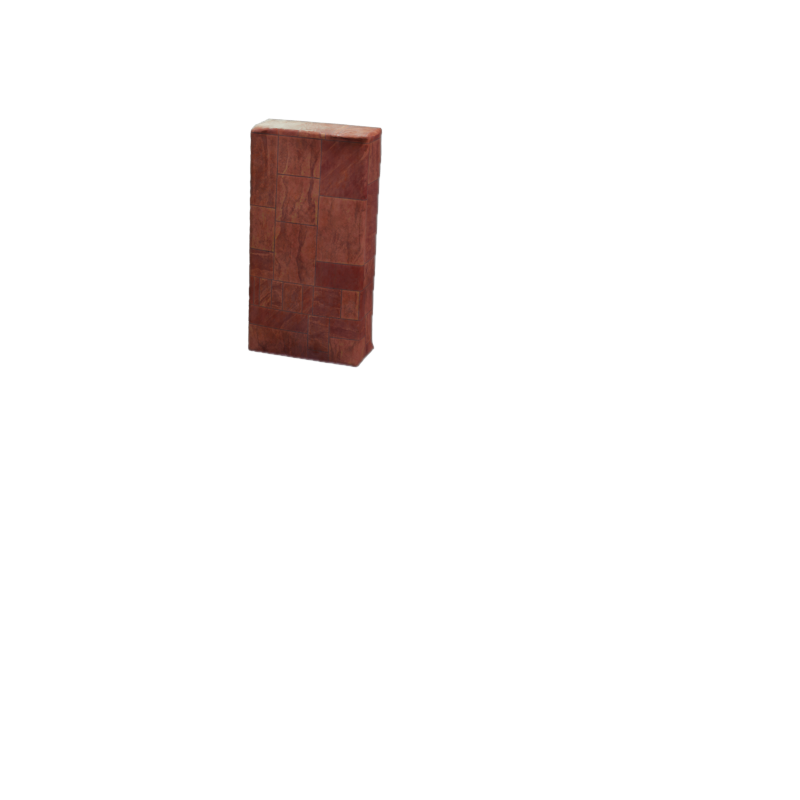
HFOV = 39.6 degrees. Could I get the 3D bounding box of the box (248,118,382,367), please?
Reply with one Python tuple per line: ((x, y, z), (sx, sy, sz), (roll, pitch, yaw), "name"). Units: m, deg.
((-0.065, -0.119, 0.832), (0.096, 0.169, 0.049), (7, 20, 17), "box")
